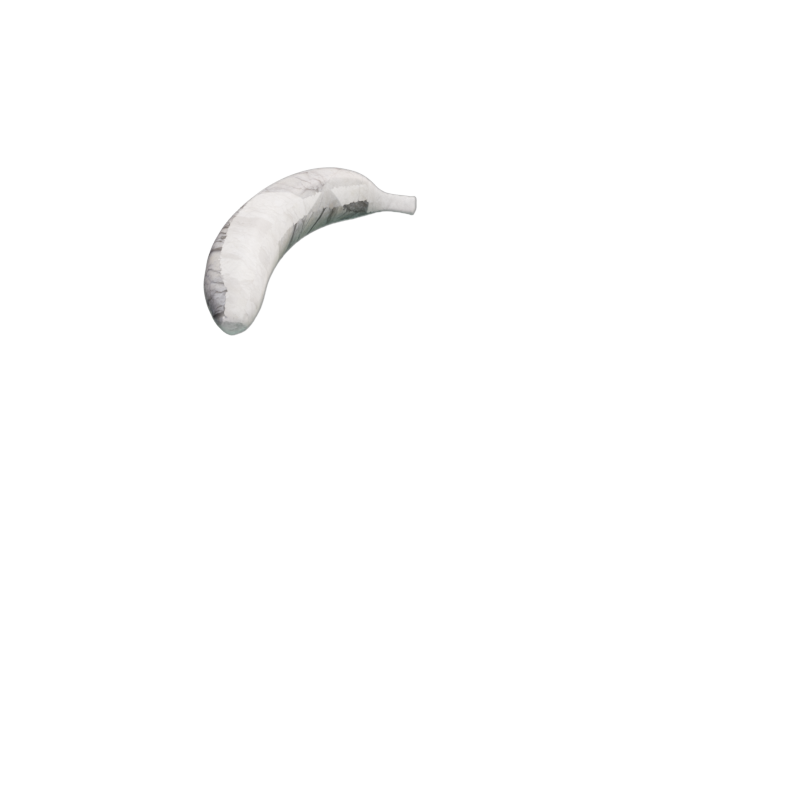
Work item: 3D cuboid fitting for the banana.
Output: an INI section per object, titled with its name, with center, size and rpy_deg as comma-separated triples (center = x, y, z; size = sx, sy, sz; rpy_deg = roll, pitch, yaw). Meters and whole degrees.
[banana]
center = -0.064, -0.098, 0.642
size = 0.073, 0.035, 0.201
rpy_deg = 17, 36, 24
